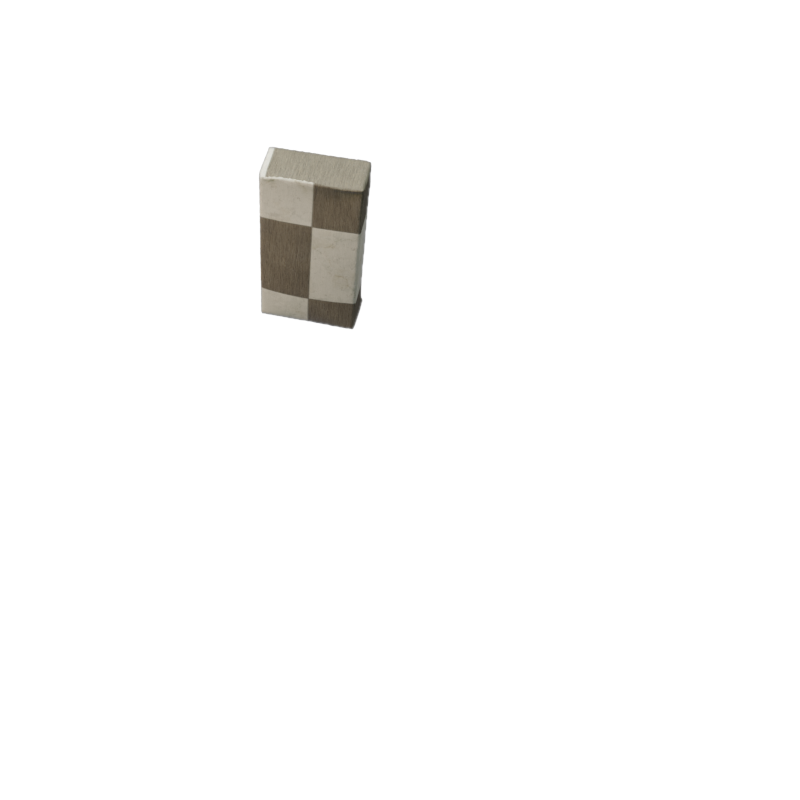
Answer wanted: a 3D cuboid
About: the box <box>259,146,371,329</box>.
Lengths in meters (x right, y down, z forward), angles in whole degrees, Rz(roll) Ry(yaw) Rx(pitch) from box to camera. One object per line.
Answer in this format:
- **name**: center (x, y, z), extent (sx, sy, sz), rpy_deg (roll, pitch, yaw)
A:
- **box**: center (-0.078, -0.142, 0.996), extent (0.094, 0.051, 0.164), rpy_deg (11, -39, 5)
